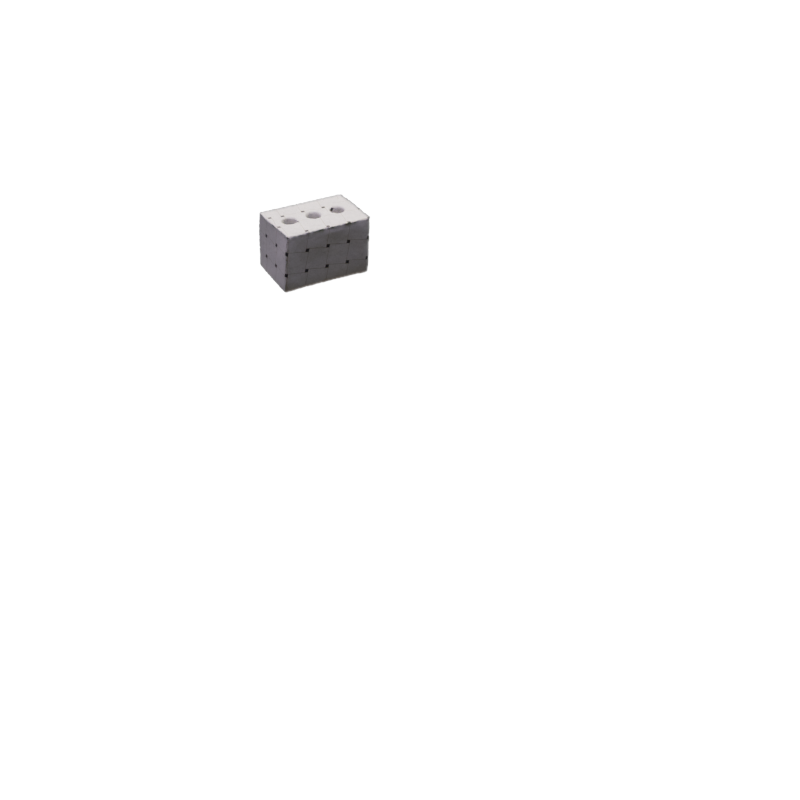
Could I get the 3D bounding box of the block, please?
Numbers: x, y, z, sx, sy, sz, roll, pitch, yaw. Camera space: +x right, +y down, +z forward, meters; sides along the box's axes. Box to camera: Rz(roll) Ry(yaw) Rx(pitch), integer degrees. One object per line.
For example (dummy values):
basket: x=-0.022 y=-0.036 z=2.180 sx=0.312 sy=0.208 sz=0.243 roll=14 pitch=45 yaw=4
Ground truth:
block: x=-0.071 y=-0.130 z=0.912 sx=0.077 sy=0.048 sz=0.057 roll=-17 pitch=37 yaw=-25
